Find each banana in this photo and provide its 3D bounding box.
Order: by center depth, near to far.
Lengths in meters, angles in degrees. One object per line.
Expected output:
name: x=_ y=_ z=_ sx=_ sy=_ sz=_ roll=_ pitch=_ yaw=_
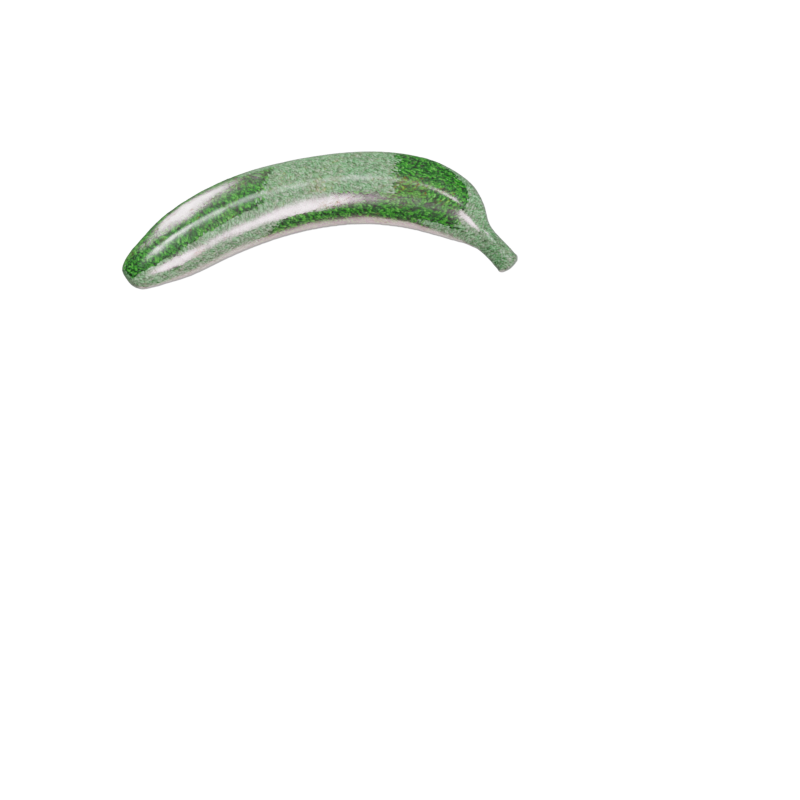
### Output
banana: x=-0.042 y=-0.095 z=0.565 sx=0.197 sy=0.075 sz=0.034 roll=-4 pitch=-38 yaw=-4
